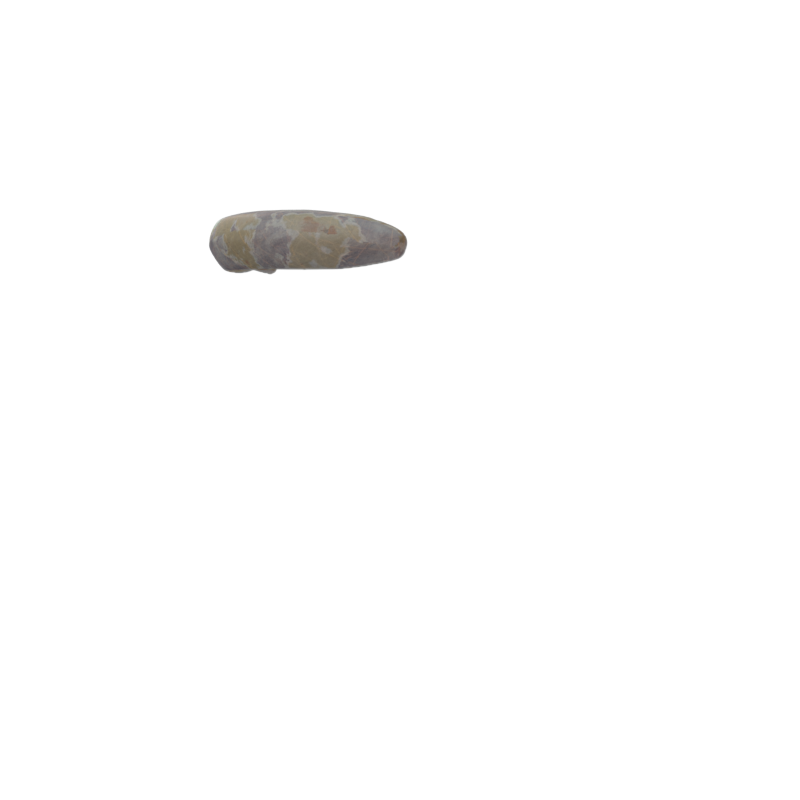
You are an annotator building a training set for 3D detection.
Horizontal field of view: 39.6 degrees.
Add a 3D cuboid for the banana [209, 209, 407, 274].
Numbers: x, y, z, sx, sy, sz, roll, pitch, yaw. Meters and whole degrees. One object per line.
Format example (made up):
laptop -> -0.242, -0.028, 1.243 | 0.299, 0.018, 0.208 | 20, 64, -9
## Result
banana -> -0.071, -0.097, 0.675 | 0.067, 0.037, 0.204 | -2, 6, -28
